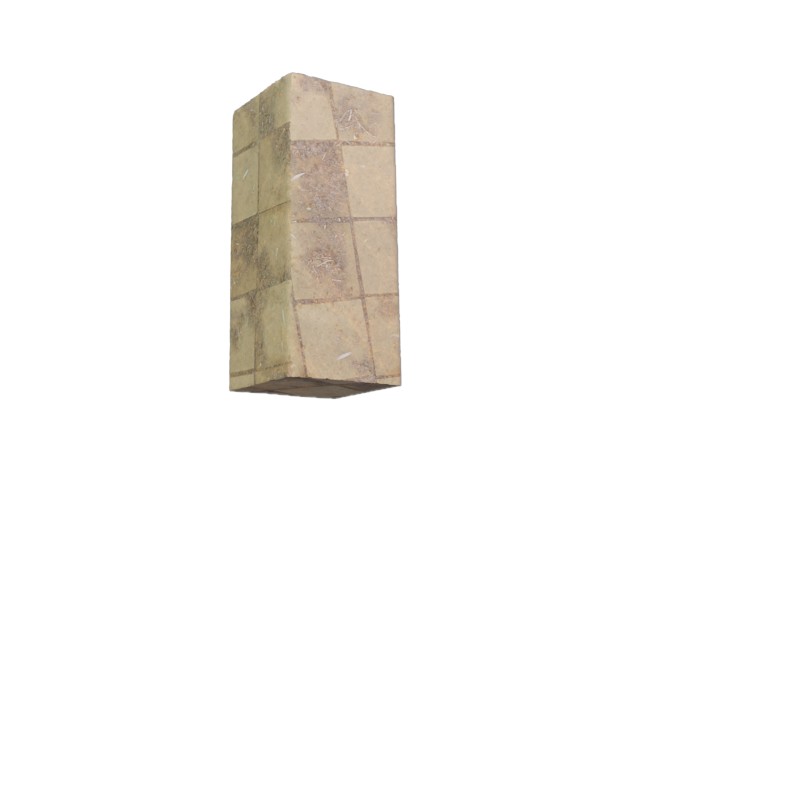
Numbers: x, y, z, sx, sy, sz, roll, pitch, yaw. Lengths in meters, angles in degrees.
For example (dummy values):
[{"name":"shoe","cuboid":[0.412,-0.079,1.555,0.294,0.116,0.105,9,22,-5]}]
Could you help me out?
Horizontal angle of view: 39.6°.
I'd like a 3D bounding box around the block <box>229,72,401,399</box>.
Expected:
[{"name":"block","cuboid":[-0.061,-0.111,0.777,0.086,0.213,0.092,8,-16,-32]}]
